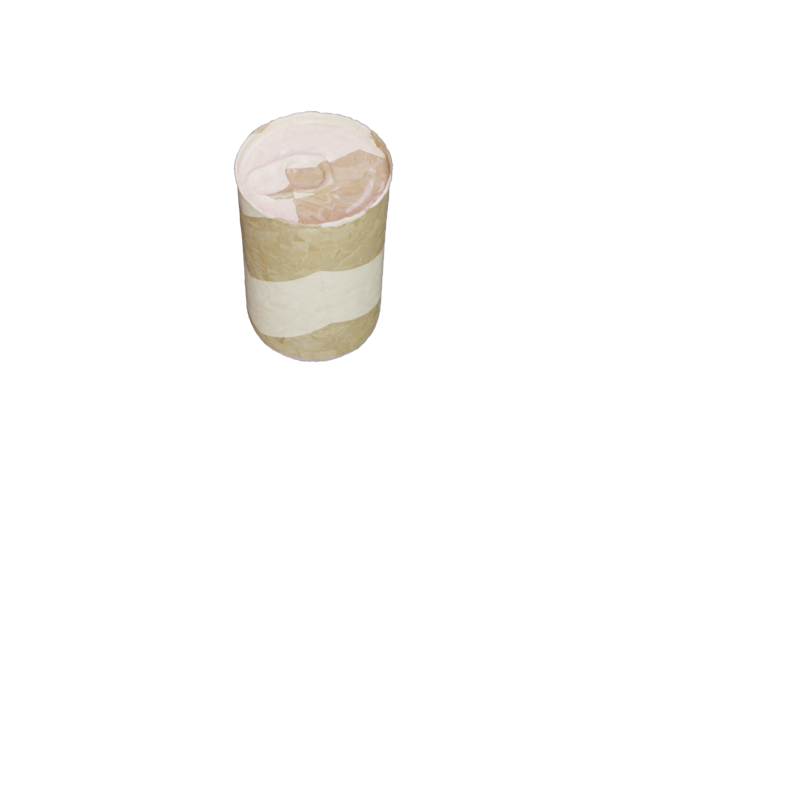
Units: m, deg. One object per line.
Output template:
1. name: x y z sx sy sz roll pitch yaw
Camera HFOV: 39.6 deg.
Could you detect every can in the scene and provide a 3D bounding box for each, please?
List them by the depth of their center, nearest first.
1. can: -0.040 -0.073 0.511 0.068 0.073 0.095 0 -36 -3
